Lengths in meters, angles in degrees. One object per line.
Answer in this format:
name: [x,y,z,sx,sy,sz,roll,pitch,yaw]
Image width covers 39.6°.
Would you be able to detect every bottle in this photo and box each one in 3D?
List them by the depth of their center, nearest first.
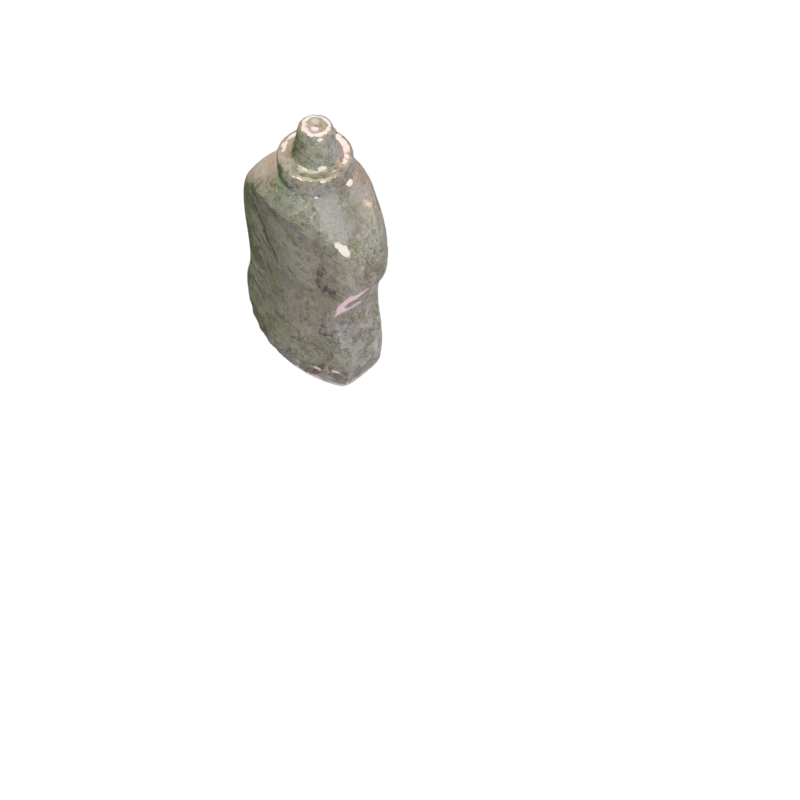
bottle: [-0.050,-0.092,0.640,0.059,0.102,0.179,-35,-24,-23]
